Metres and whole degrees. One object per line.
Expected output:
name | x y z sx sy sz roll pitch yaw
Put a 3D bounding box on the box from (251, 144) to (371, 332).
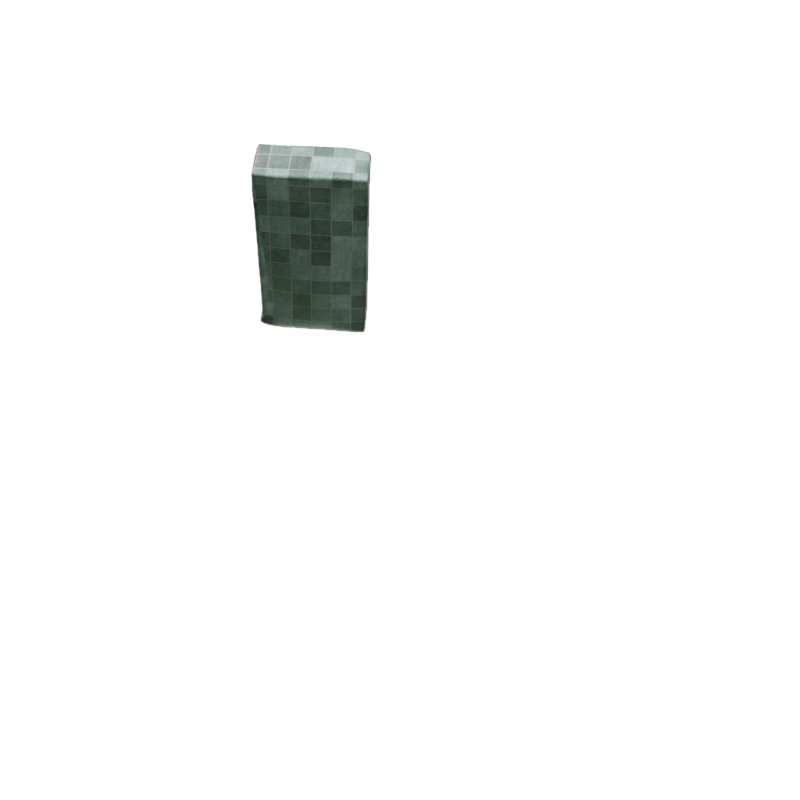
box | -0.072 -0.132 0.922 0.094 0.051 0.164 5 -44 2
